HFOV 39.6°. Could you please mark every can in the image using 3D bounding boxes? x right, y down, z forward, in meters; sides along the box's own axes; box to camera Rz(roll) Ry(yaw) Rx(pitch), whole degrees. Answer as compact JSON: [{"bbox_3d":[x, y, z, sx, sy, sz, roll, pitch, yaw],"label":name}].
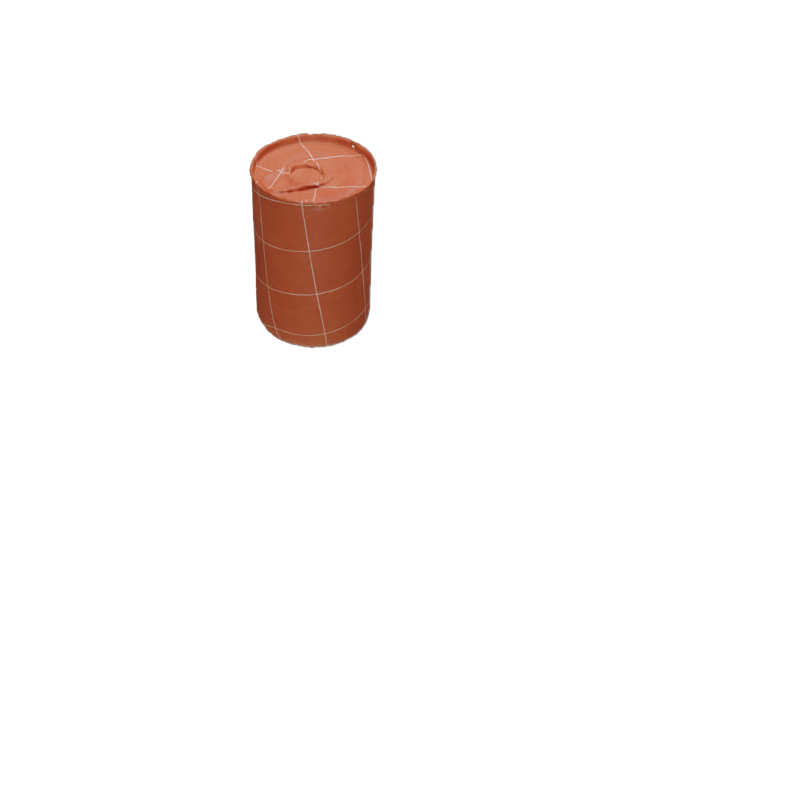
[{"bbox_3d":[-0.049,-0.089,0.620,0.068,0.095,0.073,0,41,-3],"label":"can"}]
